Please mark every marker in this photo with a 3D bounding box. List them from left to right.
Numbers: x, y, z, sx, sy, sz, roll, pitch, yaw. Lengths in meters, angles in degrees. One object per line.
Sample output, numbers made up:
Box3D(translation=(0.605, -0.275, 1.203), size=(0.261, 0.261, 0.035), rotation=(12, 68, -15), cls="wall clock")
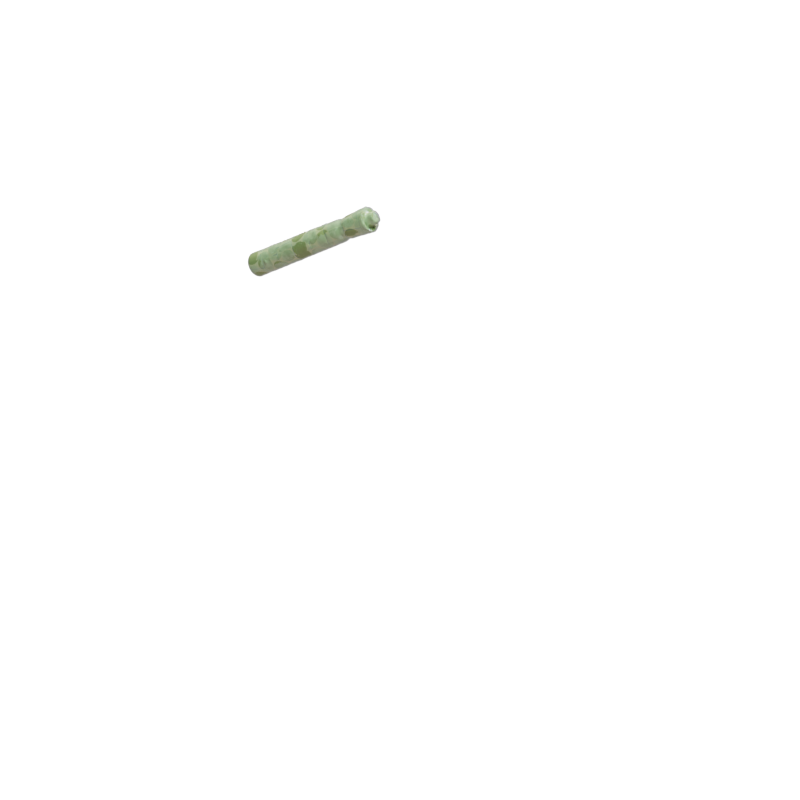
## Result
Box3D(translation=(-0.063, -0.115, 0.805), size=(0.123, 0.020, 0.019), rotation=(-15, -6, 39), cls="marker")
